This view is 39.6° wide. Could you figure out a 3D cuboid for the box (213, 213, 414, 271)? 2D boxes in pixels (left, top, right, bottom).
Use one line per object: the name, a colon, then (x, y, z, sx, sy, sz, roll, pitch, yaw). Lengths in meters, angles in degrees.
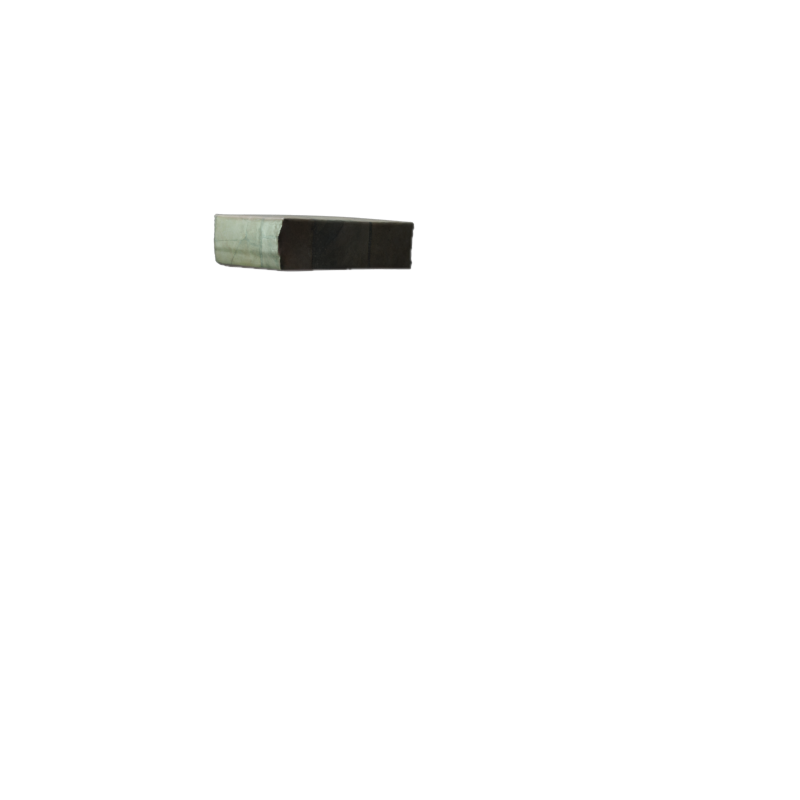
box: (-0.061, -0.111, 0.775, 0.110, 0.038, 0.094, -7, 12, -37)
